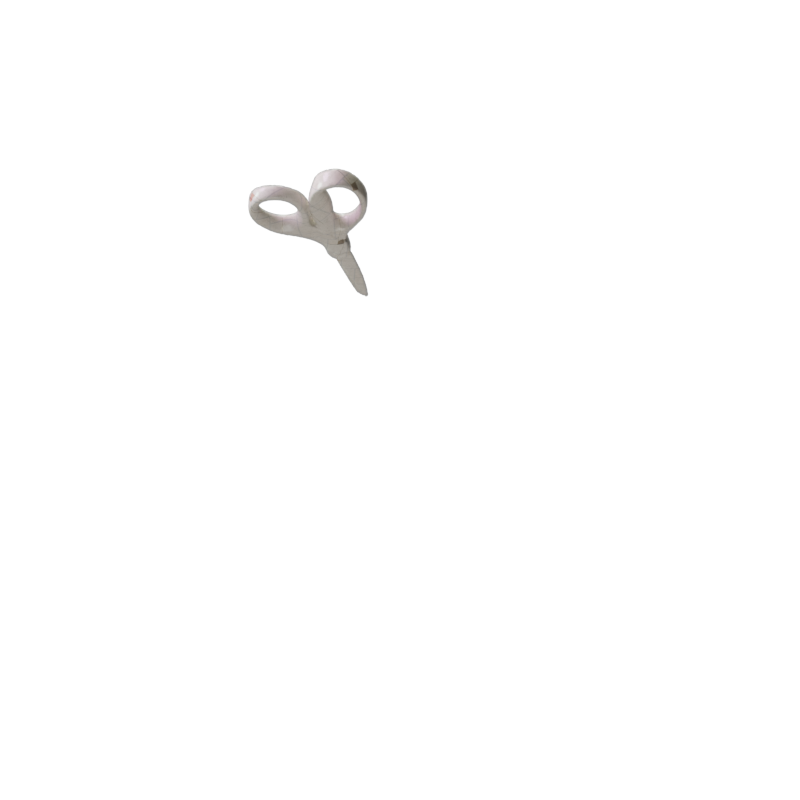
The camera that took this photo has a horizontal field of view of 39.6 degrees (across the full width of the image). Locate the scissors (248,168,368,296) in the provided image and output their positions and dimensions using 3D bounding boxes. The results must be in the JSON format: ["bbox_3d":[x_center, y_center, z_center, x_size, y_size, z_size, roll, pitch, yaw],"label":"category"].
[{"bbox_3d":[-0.068,-0.123,0.864,0.096,0.017,0.192,1,-21,-4],"label":"scissors"}]
